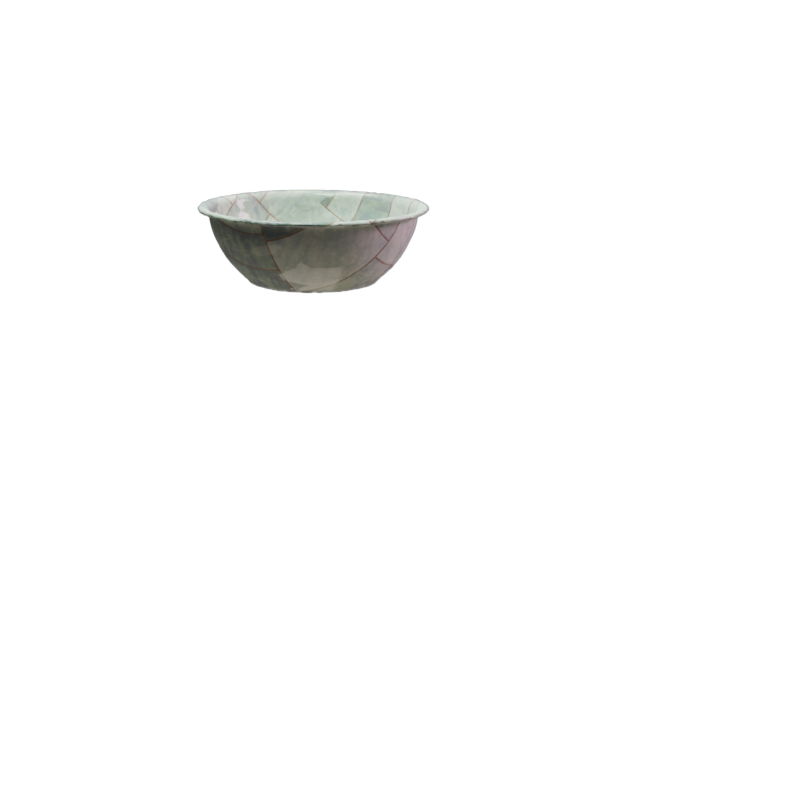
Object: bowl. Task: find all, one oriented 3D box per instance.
[{"bbox_3d":[-0.061,-0.111,0.779,0.162,0.053,0.168,-1,17,-2],"label":"bowl"}]
